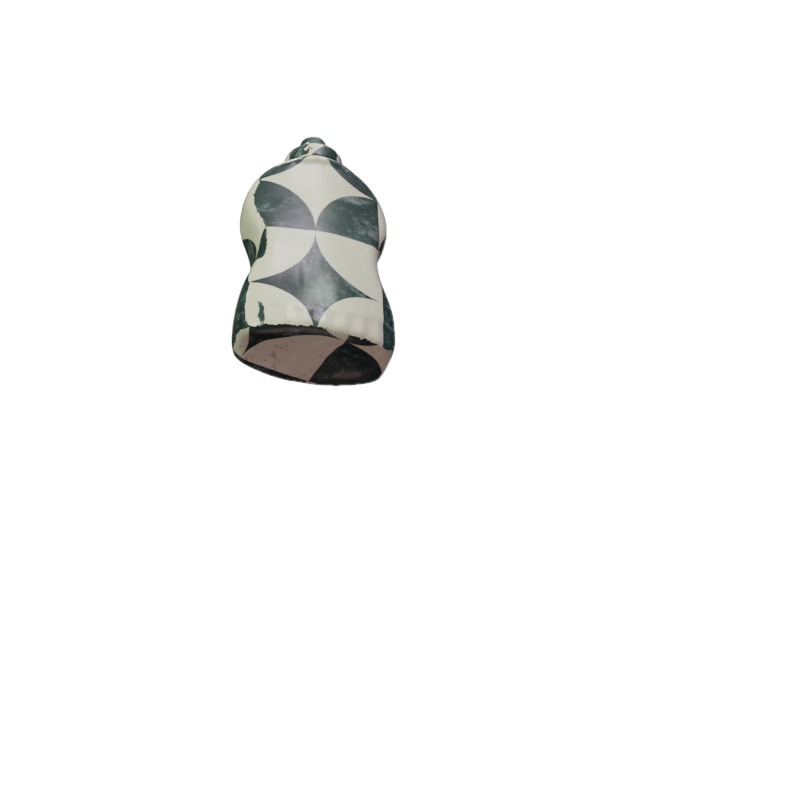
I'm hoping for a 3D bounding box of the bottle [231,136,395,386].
[{"bbox_3d":[-0.056,-0.102,0.717,0.094,0.206,0.055,7,-41,-11],"label":"bottle"}]
